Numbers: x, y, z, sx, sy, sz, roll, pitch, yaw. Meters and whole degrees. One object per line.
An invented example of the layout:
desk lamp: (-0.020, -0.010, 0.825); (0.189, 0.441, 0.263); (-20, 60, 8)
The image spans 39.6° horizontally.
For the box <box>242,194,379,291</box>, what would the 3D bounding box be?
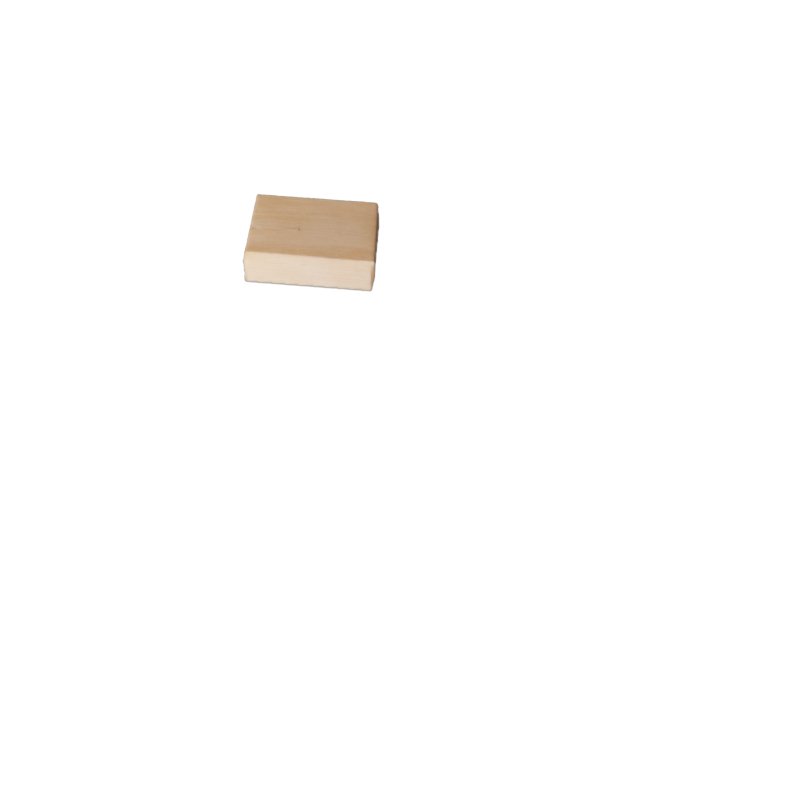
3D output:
box: (-0.076, -0.138, 0.969); (0.114, 0.036, 0.096); (2, 39, 2)
